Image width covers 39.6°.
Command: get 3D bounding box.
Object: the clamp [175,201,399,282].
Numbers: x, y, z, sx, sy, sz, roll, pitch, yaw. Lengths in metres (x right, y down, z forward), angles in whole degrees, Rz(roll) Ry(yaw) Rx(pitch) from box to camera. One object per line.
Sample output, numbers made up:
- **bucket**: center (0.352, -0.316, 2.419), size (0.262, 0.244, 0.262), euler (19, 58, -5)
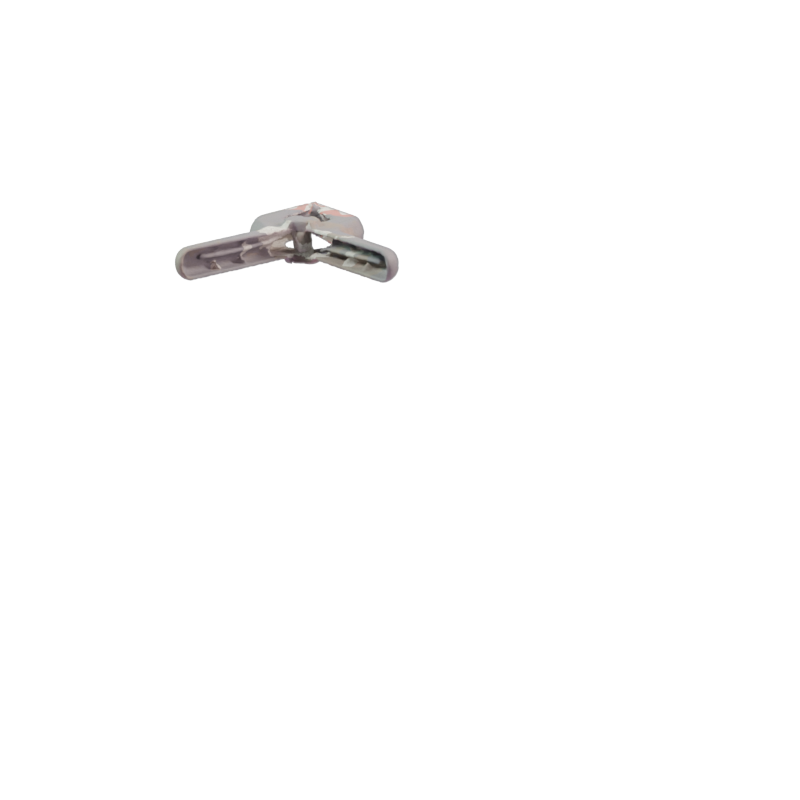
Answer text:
- **clamp**: center (-0.070, -0.127, 0.892), size (0.167, 0.035, 0.214), euler (4, 19, 11)
